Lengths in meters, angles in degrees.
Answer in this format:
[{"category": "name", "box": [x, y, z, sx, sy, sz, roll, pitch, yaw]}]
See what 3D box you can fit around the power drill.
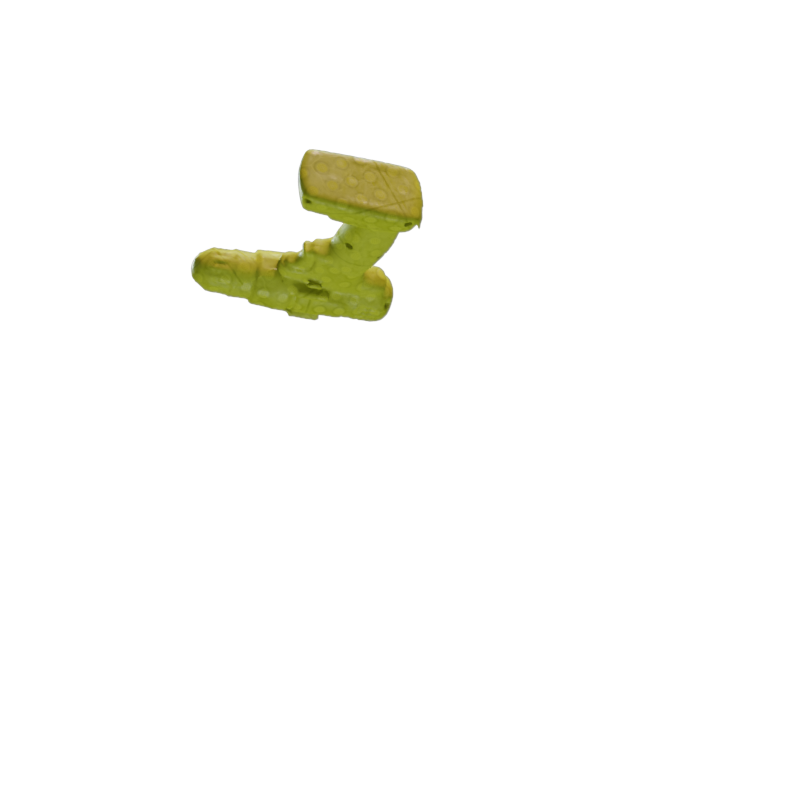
[{"category": "power drill", "box": [-0.074, -0.135, 0.944, 0.180, 0.061, 0.181, 8, -28, -16]}]
